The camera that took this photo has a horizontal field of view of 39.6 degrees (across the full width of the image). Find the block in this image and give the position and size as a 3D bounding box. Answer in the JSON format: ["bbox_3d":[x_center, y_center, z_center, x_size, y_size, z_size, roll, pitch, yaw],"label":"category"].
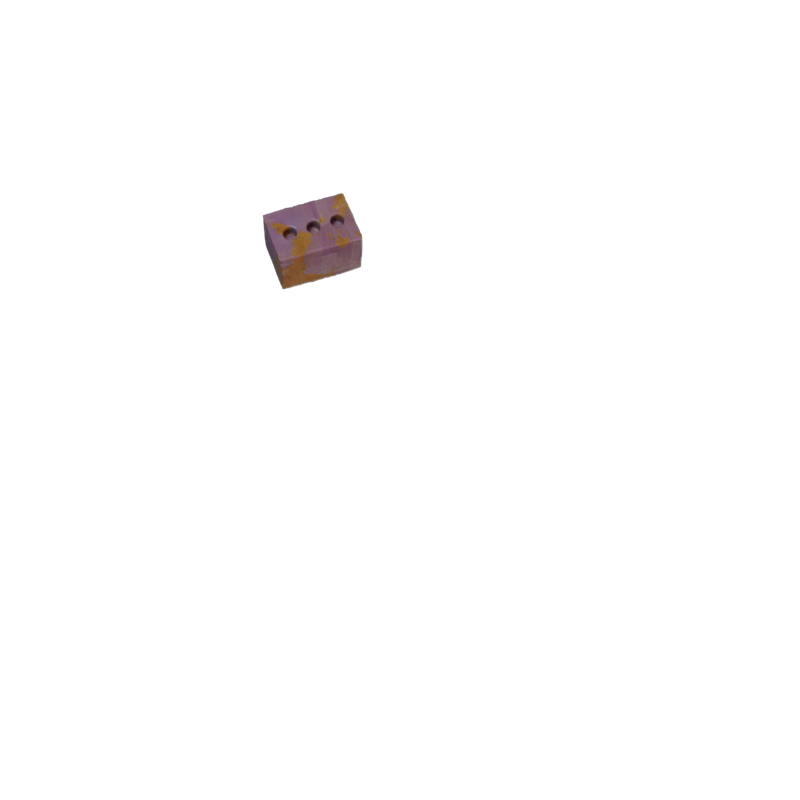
[{"bbox_3d":[-0.077,-0.141,0.987,0.077,0.056,0.048,-17,-27,-11],"label":"block"}]
